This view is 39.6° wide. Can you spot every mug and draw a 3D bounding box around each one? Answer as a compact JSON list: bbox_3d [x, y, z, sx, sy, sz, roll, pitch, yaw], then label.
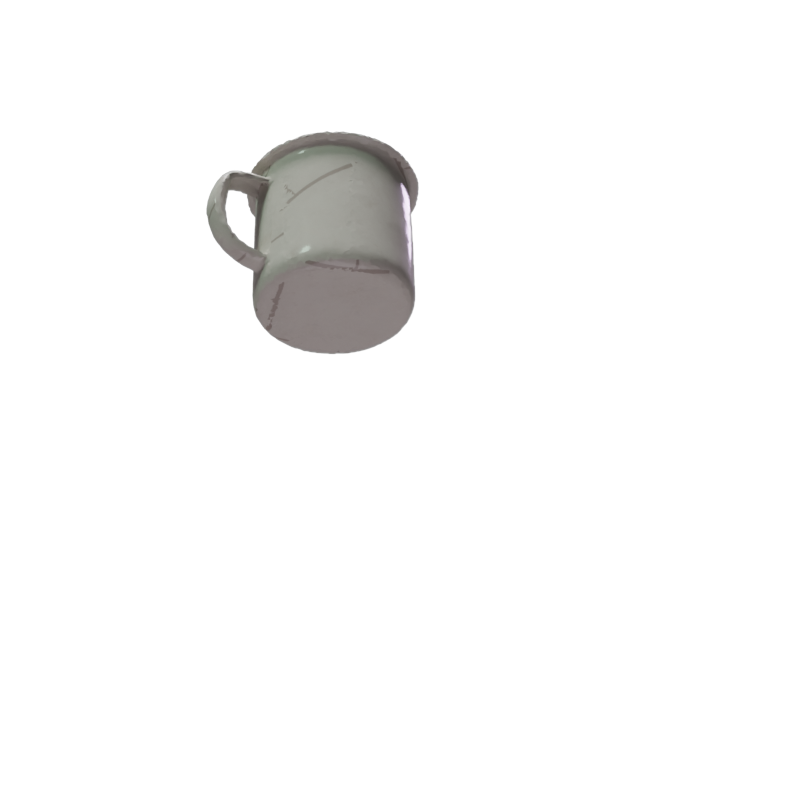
[{"bbox_3d":[-0.045,-0.081,0.570,0.112,0.087,0.091,20,-41,-26],"label":"mug"}]
